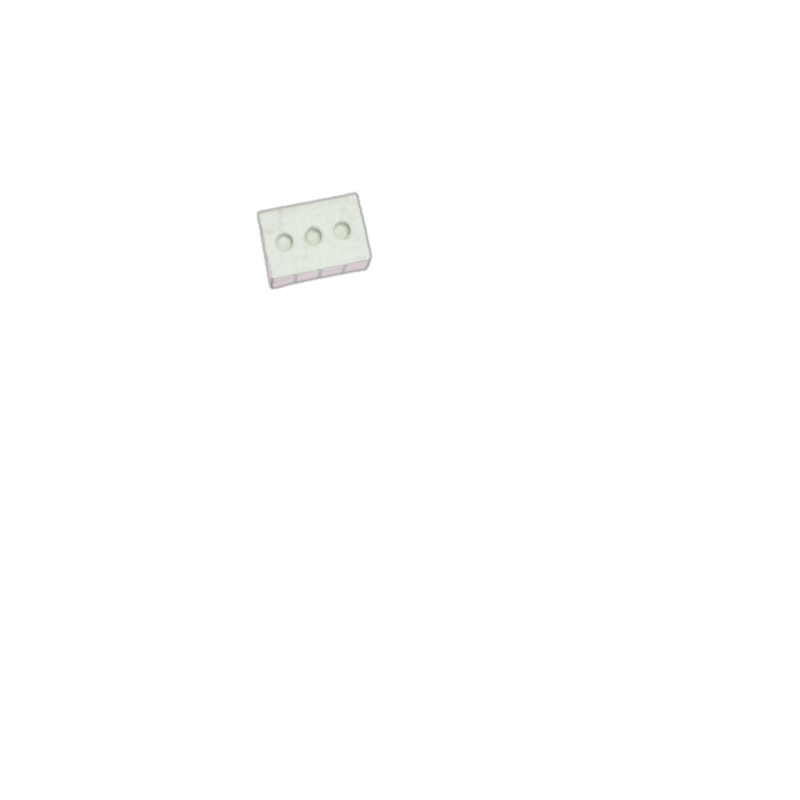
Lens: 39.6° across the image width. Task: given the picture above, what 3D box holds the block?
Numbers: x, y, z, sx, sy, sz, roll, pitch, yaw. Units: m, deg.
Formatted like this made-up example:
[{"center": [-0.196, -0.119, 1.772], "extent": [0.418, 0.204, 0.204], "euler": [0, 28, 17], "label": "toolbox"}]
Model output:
[{"center": [-0.066, -0.120, 0.842], "extent": [0.078, 0.054, 0.050], "euler": [-12, -6, -3], "label": "block"}]
